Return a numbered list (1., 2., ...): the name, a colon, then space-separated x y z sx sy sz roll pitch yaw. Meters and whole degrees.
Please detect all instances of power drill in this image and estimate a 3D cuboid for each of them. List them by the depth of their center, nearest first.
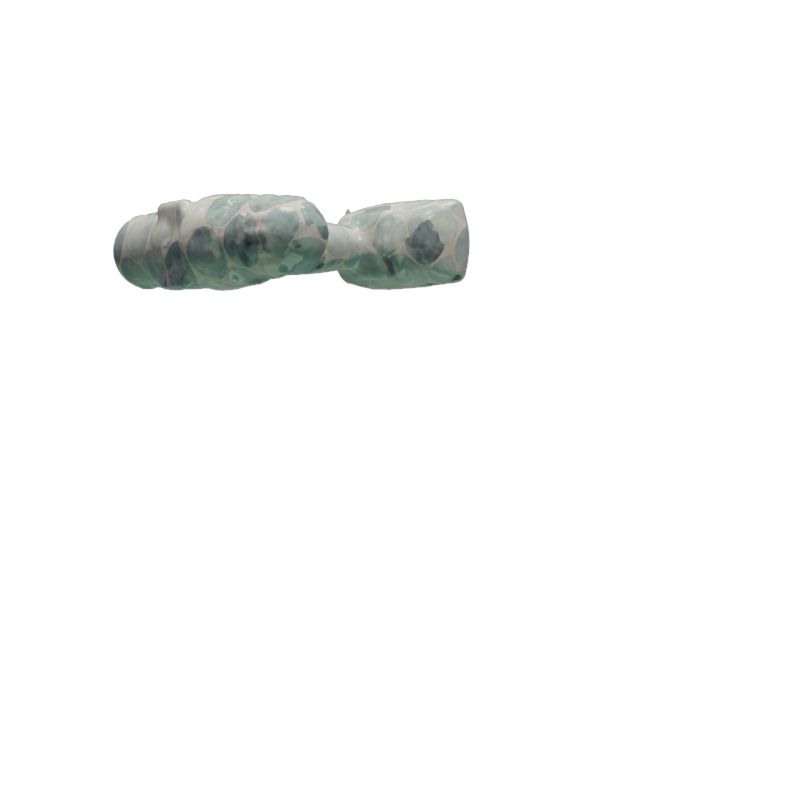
1. power drill: -0.051 -0.093 0.650 0.181 0.057 0.192 -4 6 -38
